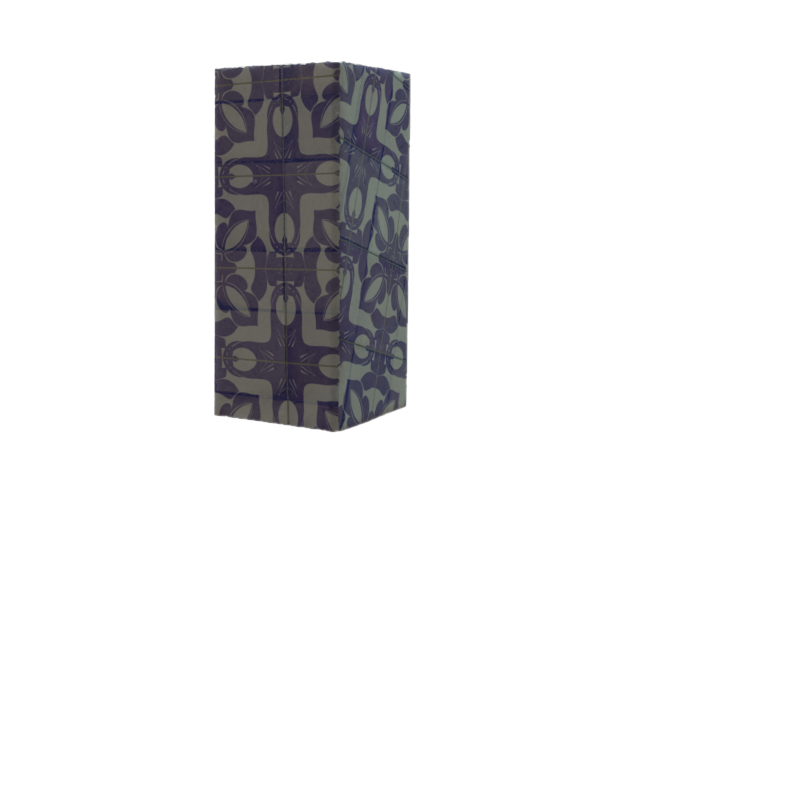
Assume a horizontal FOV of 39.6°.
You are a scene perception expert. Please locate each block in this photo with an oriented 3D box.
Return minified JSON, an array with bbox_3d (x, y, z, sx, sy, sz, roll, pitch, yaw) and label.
[{"bbox_3d":[-0.052,-0.096,0.670,0.094,0.204,0.088,3,5,30],"label":"block"}]
